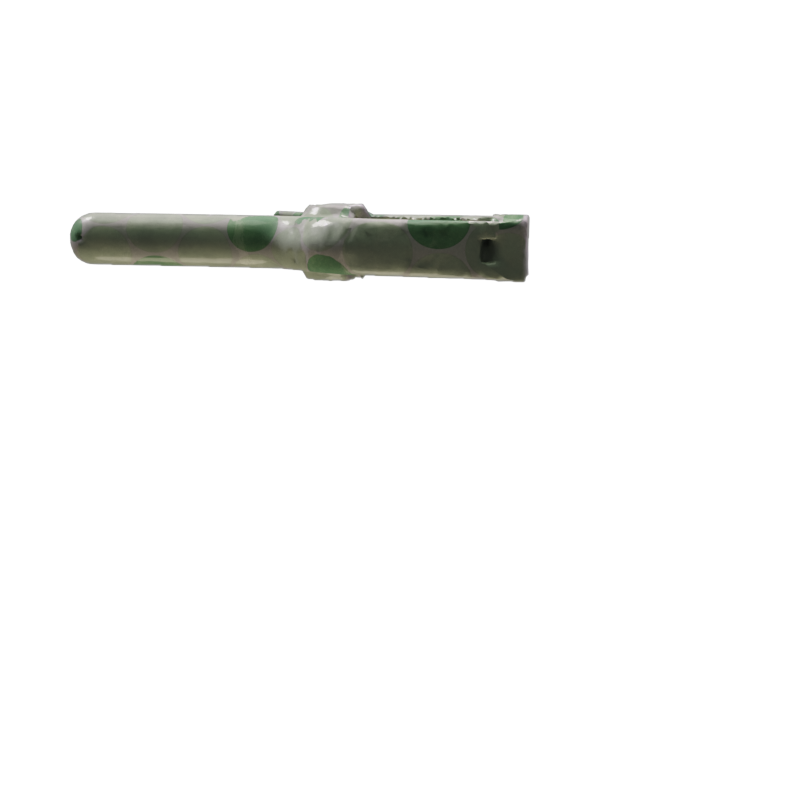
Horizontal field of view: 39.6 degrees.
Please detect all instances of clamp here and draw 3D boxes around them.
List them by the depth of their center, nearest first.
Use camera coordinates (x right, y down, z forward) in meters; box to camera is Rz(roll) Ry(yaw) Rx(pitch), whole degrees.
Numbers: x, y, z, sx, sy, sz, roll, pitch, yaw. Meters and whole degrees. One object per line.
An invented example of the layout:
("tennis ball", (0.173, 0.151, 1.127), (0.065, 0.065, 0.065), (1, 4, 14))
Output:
("clamp", (-0.041, -0.075, 0.527), (0.220, 0.036, 0.160), (10, 15, 41))
